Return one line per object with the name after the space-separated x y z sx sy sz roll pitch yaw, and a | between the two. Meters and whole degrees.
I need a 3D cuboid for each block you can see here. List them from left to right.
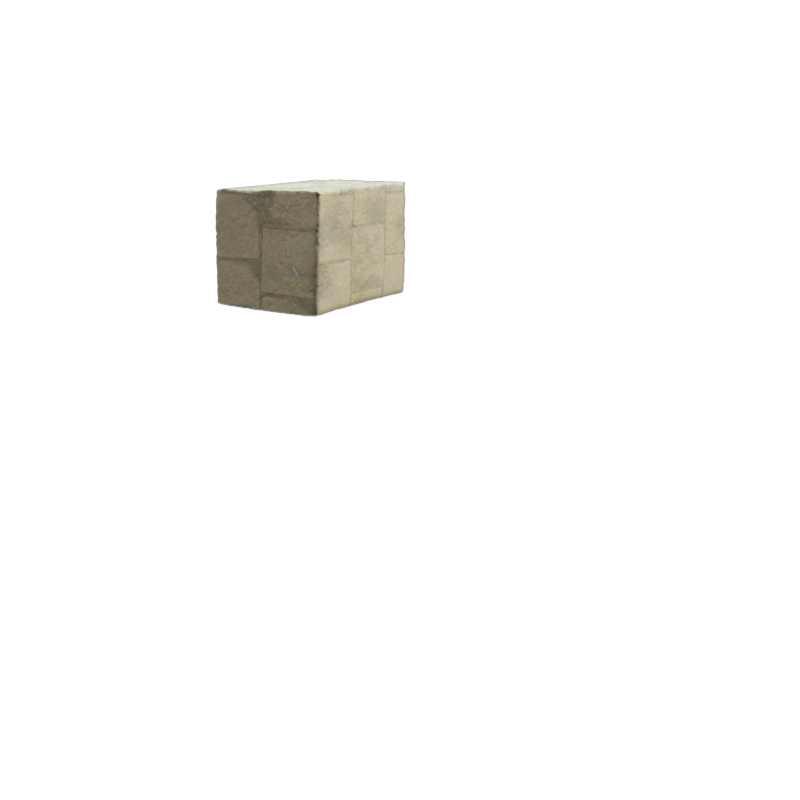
-0.038 -0.070 0.488 0.055 0.050 0.077 6 14 28 | block
